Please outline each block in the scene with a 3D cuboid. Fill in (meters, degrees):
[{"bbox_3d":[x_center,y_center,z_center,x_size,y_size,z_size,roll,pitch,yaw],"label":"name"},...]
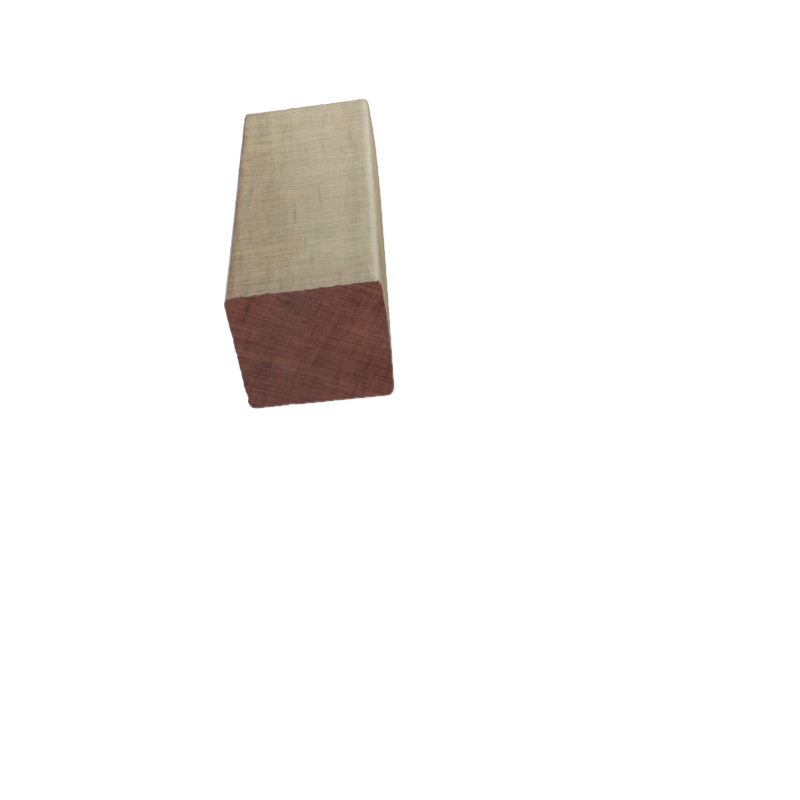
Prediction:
[{"bbox_3d":[-0.056,-0.102,0.721,0.091,0.084,0.221,-7,41,2],"label":"block"}]
